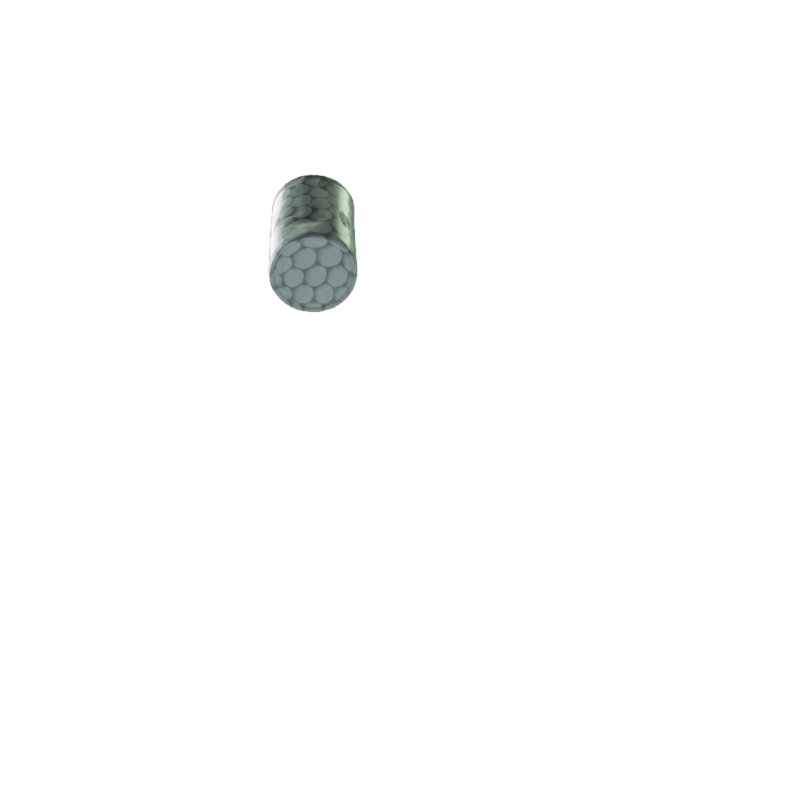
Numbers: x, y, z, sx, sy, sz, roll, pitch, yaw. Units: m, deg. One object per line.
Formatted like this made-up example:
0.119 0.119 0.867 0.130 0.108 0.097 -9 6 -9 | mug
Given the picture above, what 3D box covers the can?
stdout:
-0.067 -0.123 0.861 0.068 0.064 0.109 -1 34 -3 | can
